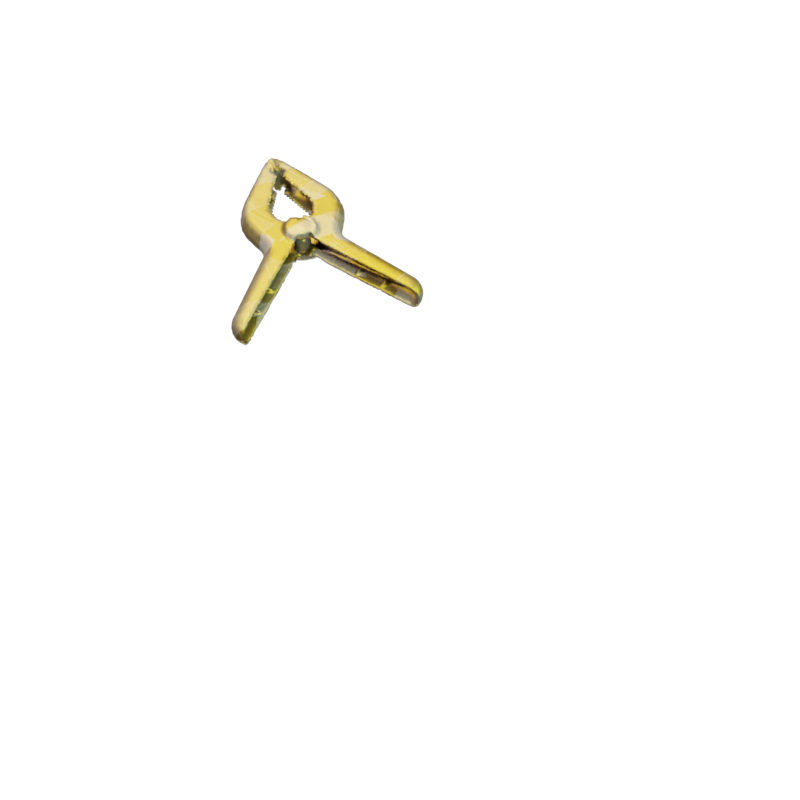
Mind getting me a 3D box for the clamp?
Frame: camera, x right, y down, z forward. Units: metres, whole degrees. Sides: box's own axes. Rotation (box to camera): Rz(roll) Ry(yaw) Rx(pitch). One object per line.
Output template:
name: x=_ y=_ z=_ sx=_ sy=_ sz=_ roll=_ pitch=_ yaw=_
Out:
clamp: x=-0.077 y=-0.141 z=0.987 sx=0.163 sy=0.227 sz=0.034 roll=-8 pitch=-42 yaw=-7
